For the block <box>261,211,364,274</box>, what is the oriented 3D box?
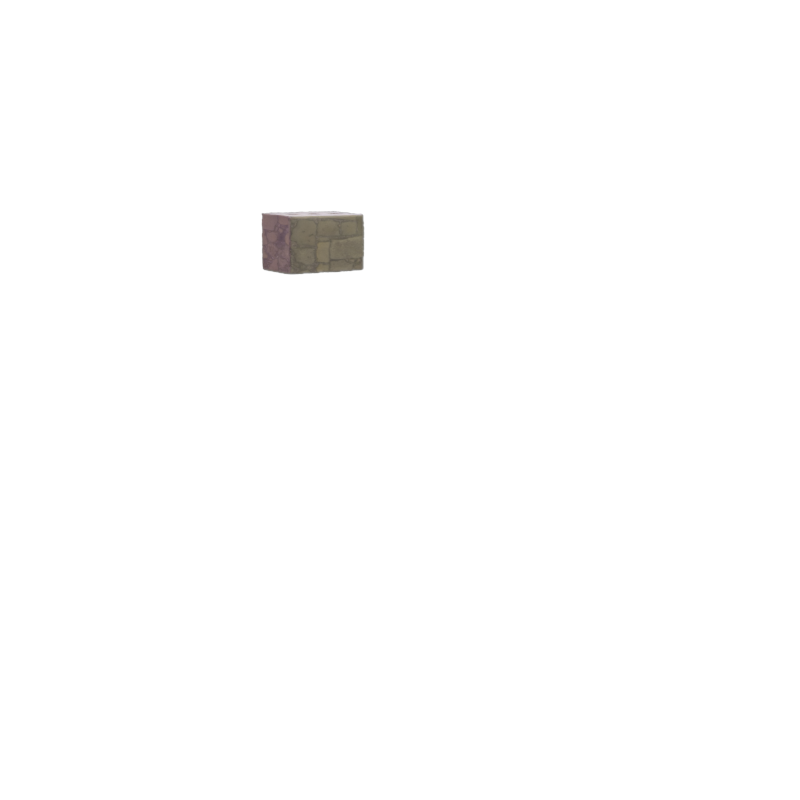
[{"bbox_3d":[-0.077,-0.140,0.981,0.076,0.050,0.055,-6,10,-32],"label":"block"}]
